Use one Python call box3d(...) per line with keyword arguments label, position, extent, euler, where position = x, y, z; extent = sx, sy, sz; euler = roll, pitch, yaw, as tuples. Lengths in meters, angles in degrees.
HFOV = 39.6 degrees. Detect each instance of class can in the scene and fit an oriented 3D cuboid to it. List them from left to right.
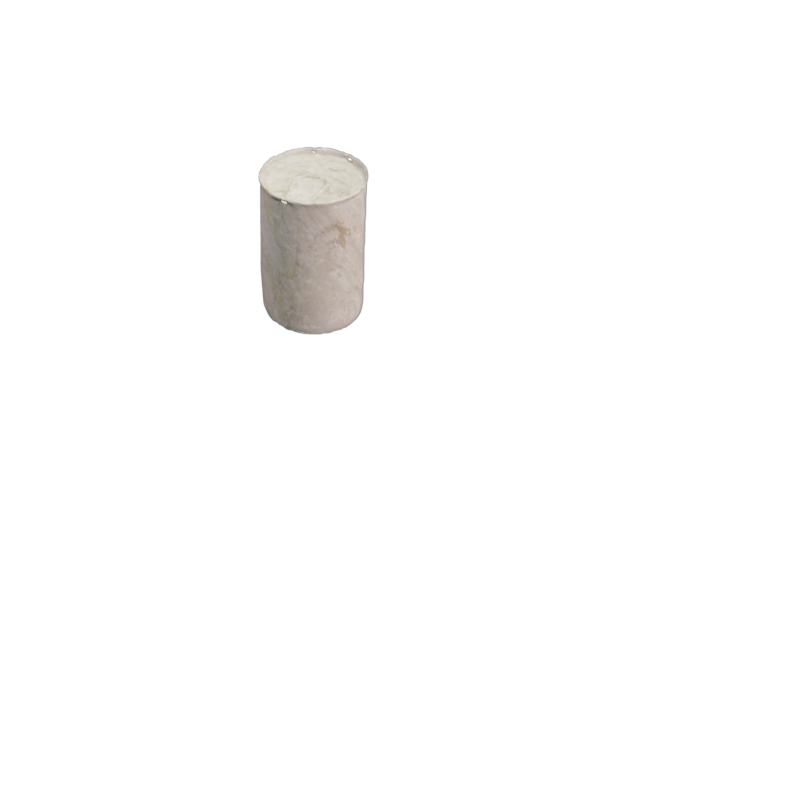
box3d(label="can", position=(-0.056, -0.102, 0.711), extent=(0.068, 0.096, 0.073), euler=(0, 38, -3))
